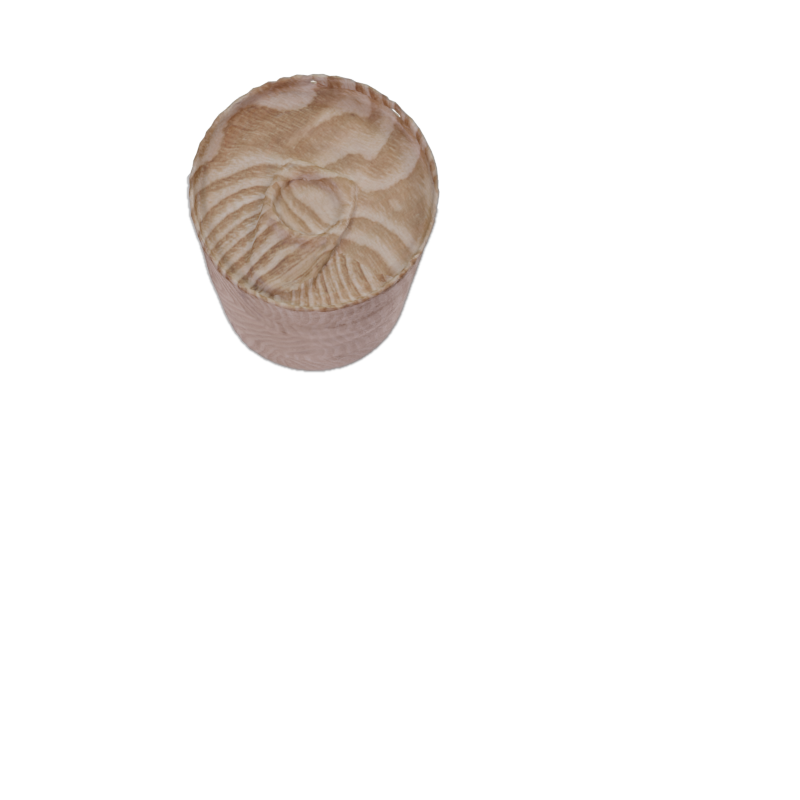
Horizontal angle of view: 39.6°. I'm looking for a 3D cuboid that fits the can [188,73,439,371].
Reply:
[{"bbox_3d":[-0.027,-0.050,0.347,0.068,0.071,0.099,0,-11,-3],"label":"can"}]
